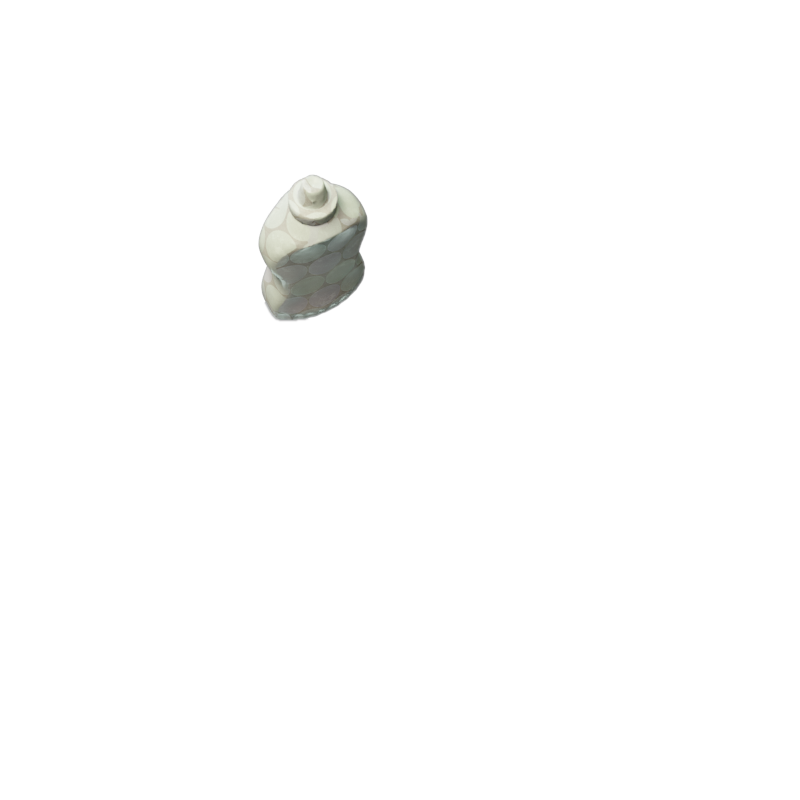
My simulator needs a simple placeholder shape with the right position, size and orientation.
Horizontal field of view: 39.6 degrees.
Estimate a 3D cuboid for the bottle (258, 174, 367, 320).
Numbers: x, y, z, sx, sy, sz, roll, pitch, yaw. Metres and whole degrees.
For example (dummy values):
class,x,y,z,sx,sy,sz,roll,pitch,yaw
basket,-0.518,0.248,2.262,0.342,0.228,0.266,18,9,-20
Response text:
class,x,y,z,sx,sy,sz,roll,pitch,yaw
bottle,-0.076,-0.138,0.962,0.096,0.062,0.182,-24,-18,-13
